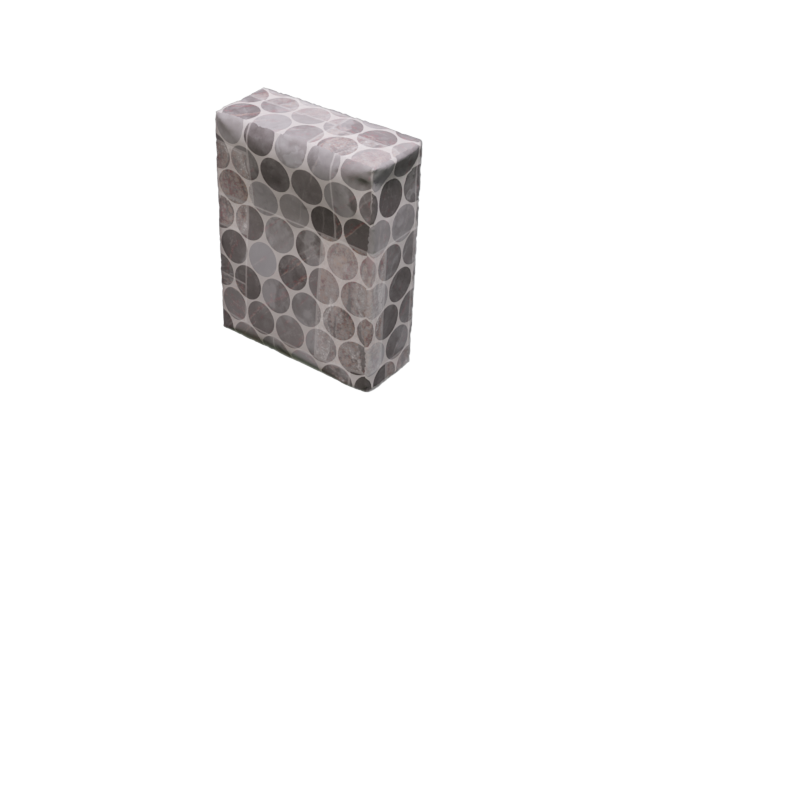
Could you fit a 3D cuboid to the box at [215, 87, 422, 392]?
[{"bbox_3d":[-0.072,-0.131,0.918,0.174,0.200,0.072,25,40,30],"label":"box"}]
